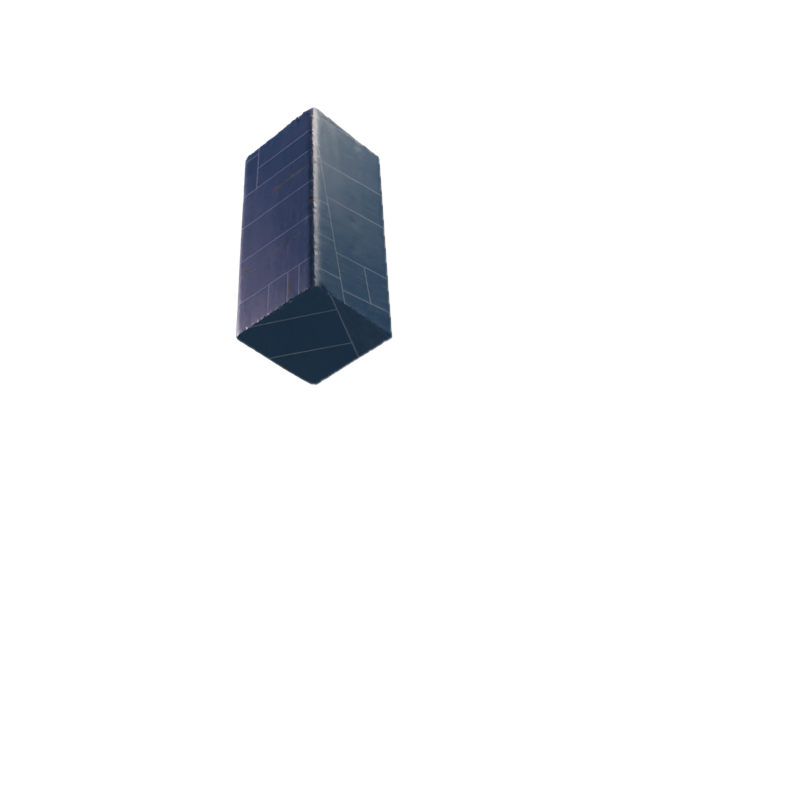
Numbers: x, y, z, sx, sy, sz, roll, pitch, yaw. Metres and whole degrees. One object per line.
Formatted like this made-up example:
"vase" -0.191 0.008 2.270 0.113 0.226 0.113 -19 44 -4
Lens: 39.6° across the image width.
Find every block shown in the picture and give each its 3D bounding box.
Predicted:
"block" -0.073 -0.132 0.923 0.090 0.221 0.084 -33 -48 30
